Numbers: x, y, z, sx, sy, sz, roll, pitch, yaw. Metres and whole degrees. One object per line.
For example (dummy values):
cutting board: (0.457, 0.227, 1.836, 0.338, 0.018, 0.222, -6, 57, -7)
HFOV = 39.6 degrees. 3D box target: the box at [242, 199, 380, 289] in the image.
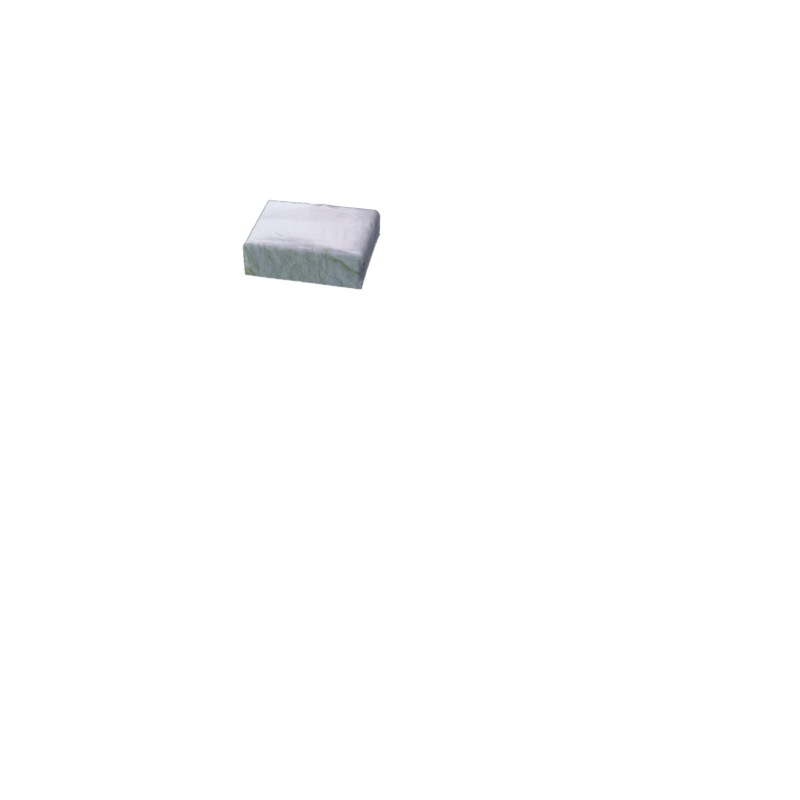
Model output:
box: (-0.064, -0.117, 0.817, 0.091, 0.028, 0.077, 6, 35, 9)
